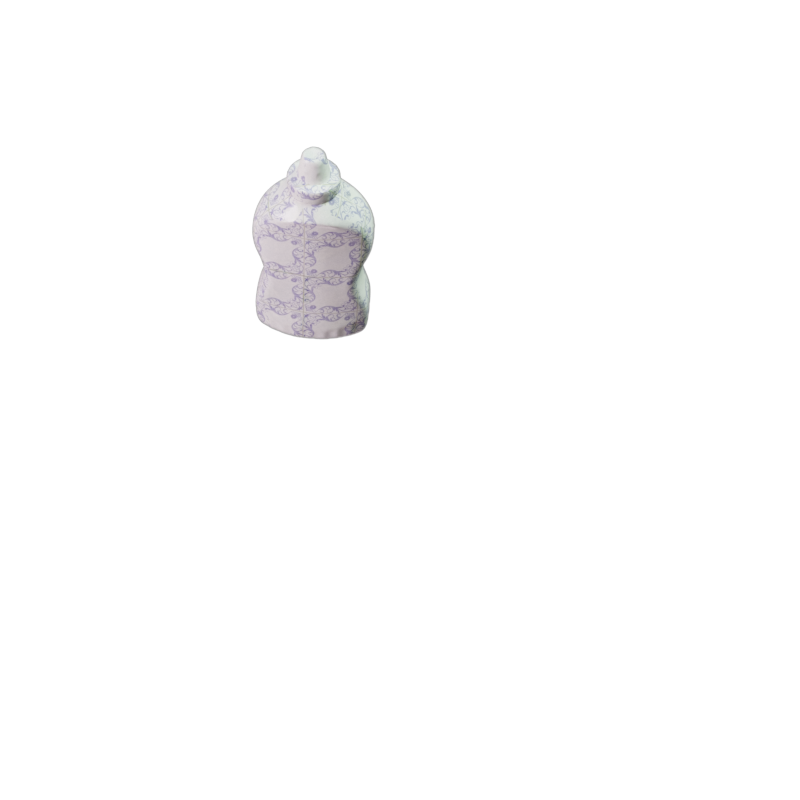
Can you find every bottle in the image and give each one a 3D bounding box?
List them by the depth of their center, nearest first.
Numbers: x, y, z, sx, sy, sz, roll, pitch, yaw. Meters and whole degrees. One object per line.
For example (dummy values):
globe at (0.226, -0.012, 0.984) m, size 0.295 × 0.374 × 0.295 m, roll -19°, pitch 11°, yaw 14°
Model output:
bottle at (-0.069, -0.127, 0.885) m, size 0.097 × 0.062 × 0.179 m, roll 8°, pitch -37°, yaw 2°
